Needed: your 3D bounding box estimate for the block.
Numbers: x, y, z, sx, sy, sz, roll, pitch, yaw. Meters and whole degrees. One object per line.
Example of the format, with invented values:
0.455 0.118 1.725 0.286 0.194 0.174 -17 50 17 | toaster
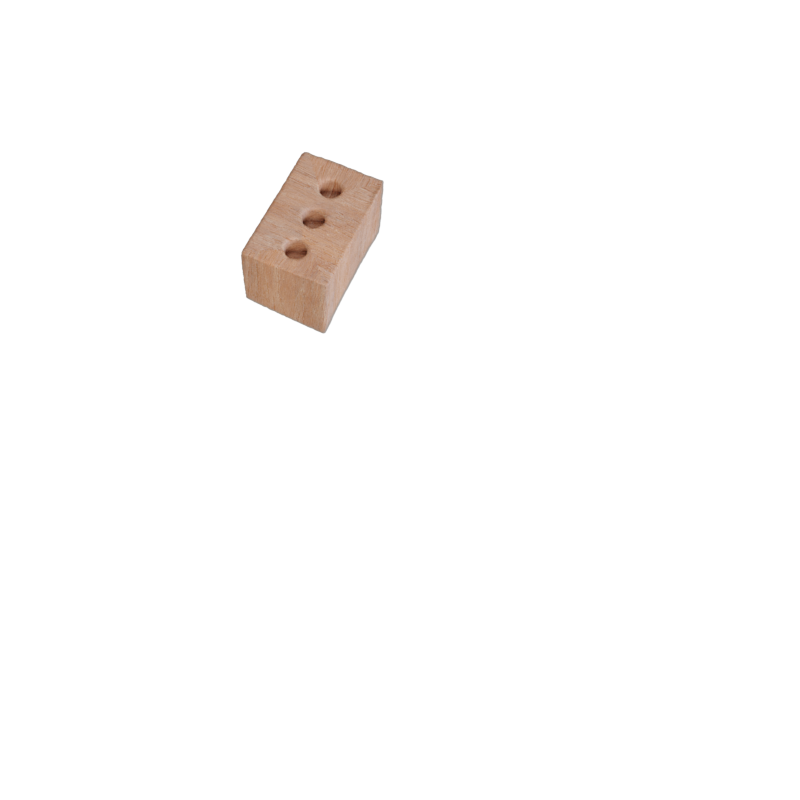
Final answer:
-0.049 -0.089 0.626 0.054 0.081 0.048 21 -27 9 | block
